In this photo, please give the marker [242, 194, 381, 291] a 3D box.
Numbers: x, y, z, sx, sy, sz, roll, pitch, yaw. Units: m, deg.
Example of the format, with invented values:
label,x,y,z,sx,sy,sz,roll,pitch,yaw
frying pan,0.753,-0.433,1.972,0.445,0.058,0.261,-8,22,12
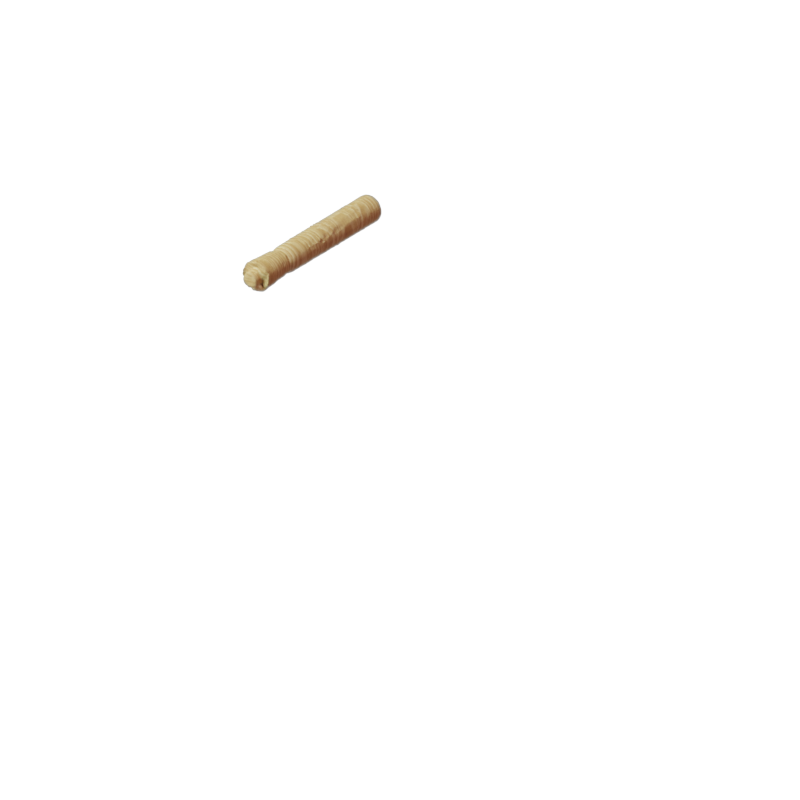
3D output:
label,x,y,z,sx,sy,sz,roll,pitch,yaw
marker,-0.052,-0.094,0.660,0.020,0.019,0.122,2,28,36
